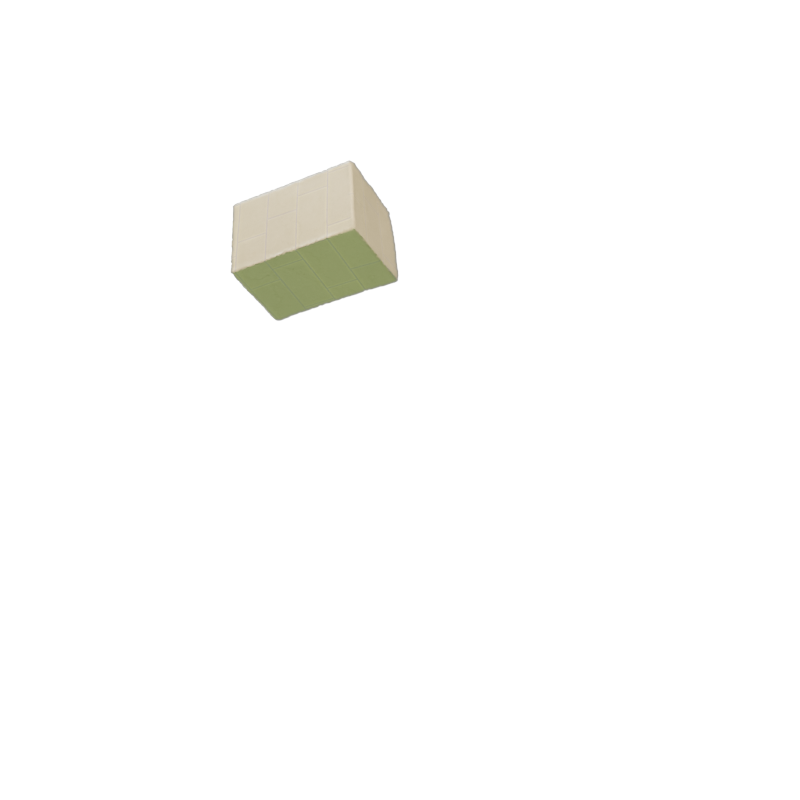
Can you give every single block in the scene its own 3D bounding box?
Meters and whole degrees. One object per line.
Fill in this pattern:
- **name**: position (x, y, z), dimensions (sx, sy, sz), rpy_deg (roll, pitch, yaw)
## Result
- **block**: position (-0.048, -0.087, 0.612), dimensions (0.079, 0.055, 0.049), rpy_deg (-17, -39, 20)
